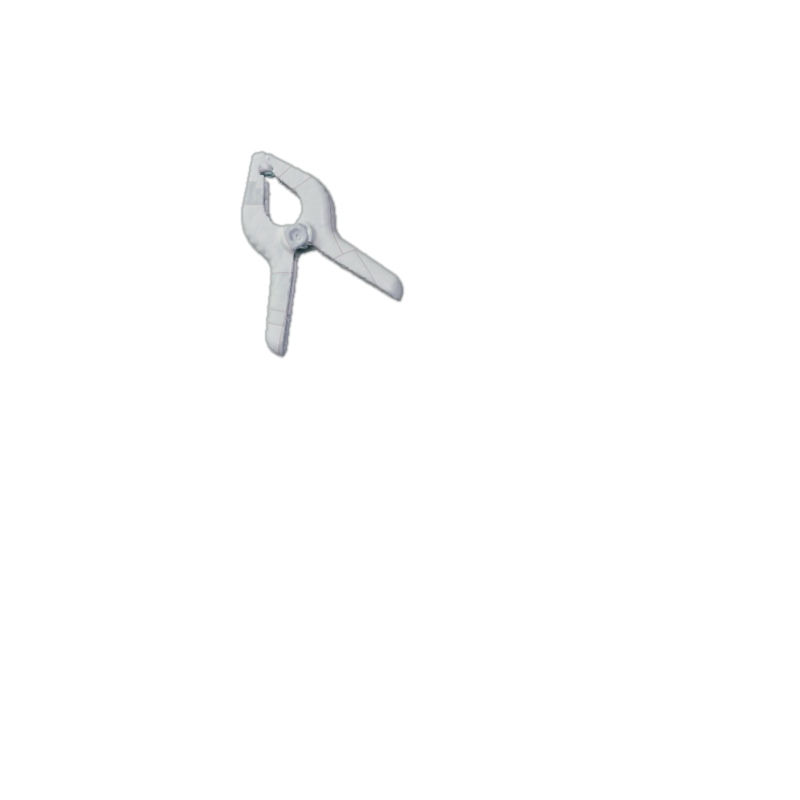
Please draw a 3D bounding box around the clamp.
[{"bbox_3d":[-0.073,-0.133,0.931,0.120,0.176,0.038,-16,-10,-3],"label":"clamp"}]
